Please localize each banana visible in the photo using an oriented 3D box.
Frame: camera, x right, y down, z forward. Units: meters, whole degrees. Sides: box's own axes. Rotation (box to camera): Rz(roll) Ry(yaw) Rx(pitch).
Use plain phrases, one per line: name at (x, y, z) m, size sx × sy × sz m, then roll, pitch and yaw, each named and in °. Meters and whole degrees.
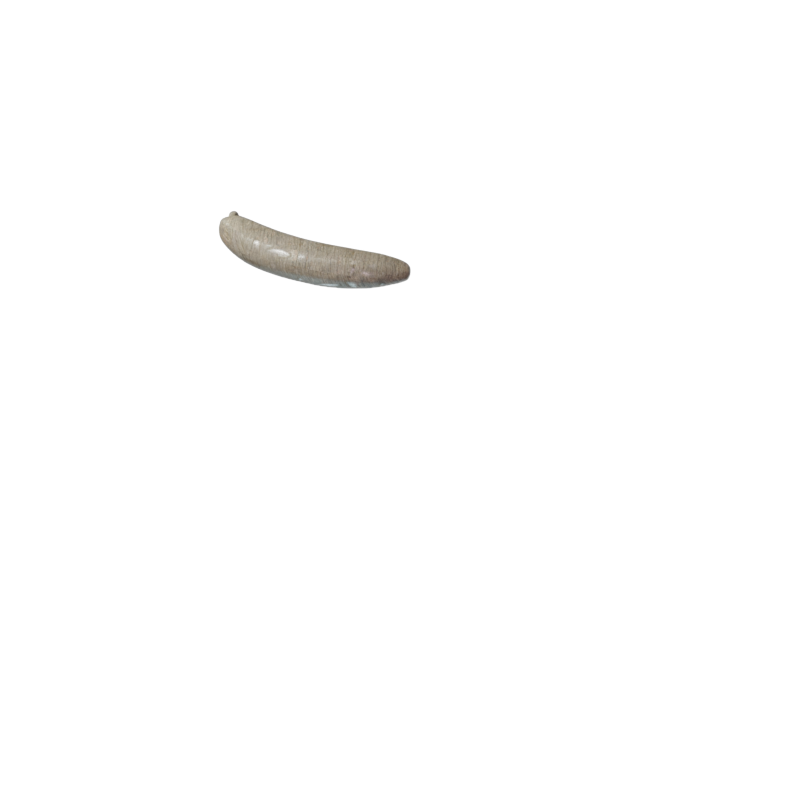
banana at (-0.090, -0.133, 0.982) m, size 0.208 × 0.034 × 0.071 m, roll 22°, pitch 42°, yaw 26°
